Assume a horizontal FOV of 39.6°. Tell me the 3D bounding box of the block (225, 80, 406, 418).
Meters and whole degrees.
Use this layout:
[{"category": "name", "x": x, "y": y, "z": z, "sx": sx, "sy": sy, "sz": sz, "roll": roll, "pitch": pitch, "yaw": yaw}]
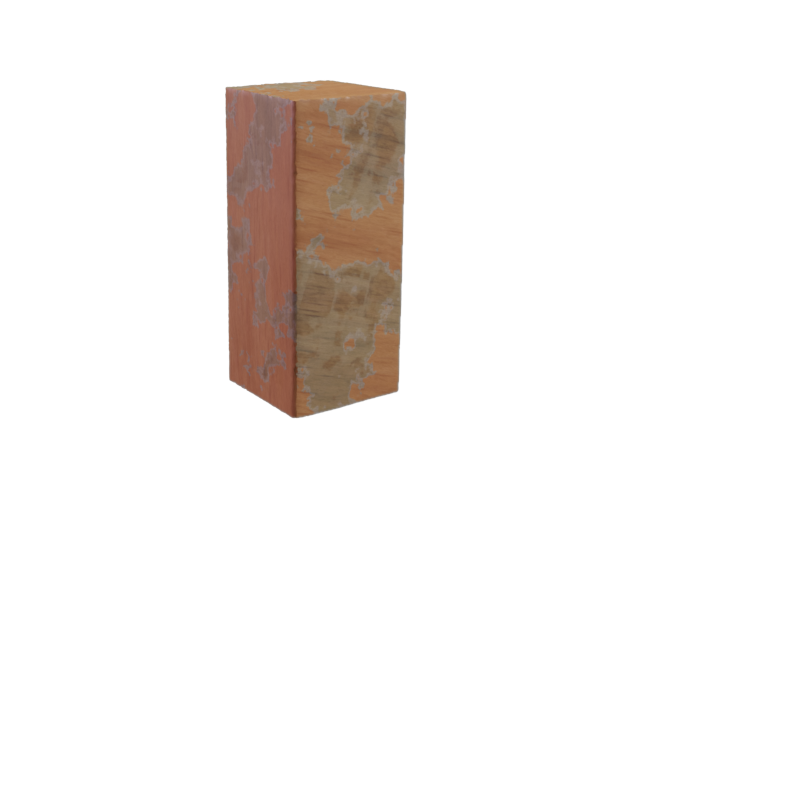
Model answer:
[{"category": "block", "x": -0.058, "y": -0.107, "z": 0.748, "sx": 0.088, "sy": 0.199, "sz": 0.096, "roll": -10, "pitch": 19, "yaw": -35}]
